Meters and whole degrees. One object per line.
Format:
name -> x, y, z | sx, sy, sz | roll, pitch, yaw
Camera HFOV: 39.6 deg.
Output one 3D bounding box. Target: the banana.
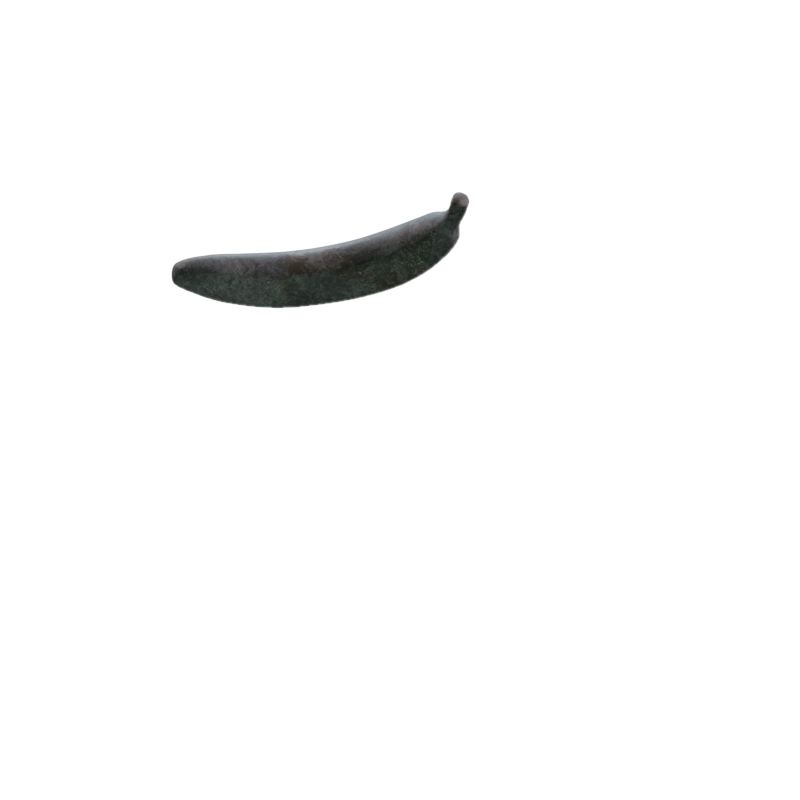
banana -> -0.045, -0.090, 0.708 | 0.200, 0.039, 0.064 | -13, -42, 15
